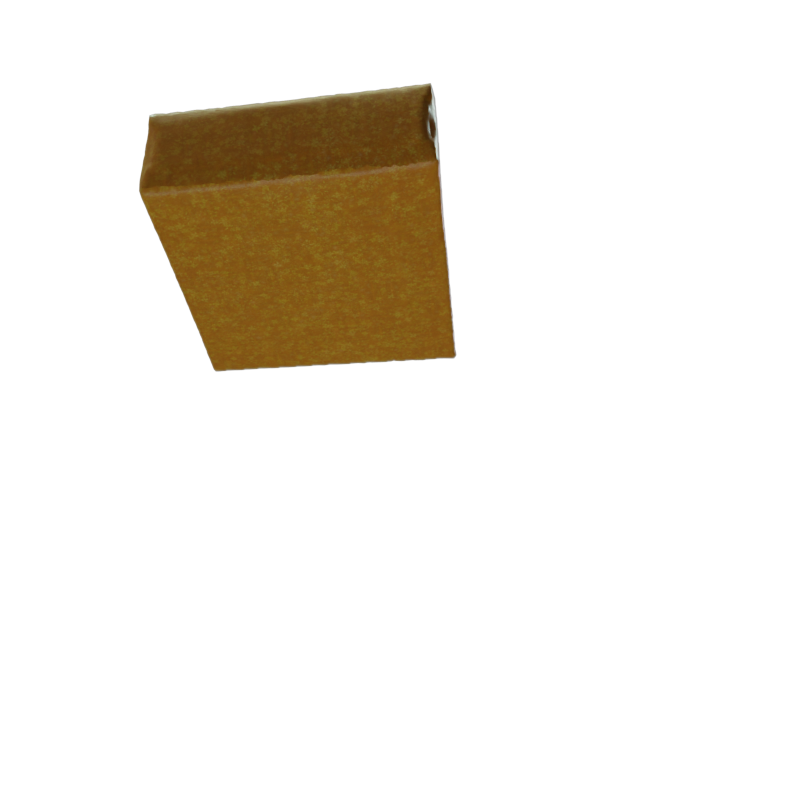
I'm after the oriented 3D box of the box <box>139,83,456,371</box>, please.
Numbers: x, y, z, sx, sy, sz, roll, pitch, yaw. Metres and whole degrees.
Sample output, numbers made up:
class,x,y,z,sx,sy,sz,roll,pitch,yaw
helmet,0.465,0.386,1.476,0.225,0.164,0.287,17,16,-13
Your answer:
class,x,y,z,sx,sy,sz,roll,pitch,yaw
box,-0.024,-0.043,0.304,0.074,0.032,0.083,-4,-33,5
